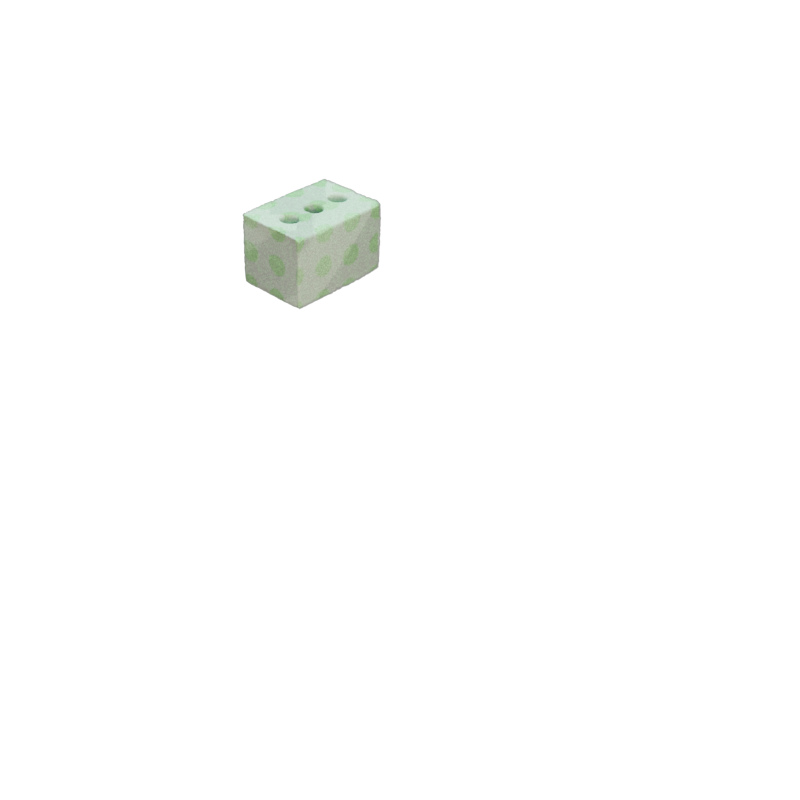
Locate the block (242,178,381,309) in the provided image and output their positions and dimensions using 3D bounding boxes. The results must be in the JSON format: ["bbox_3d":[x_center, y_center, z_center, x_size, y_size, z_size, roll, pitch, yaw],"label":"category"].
[{"bbox_3d":[-0.057,-0.103,0.723,0.056,0.048,0.078,26,41,34],"label":"block"}]
